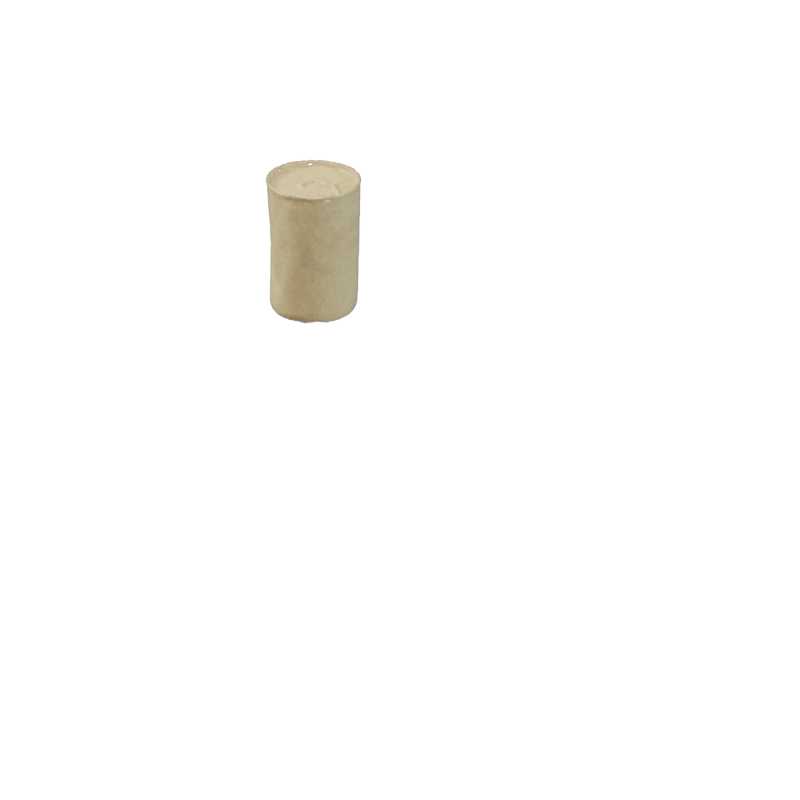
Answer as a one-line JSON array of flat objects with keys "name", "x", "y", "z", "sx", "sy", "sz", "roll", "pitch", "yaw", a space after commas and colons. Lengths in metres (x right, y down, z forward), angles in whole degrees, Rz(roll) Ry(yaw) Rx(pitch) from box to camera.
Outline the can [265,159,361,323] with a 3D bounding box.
[{"name": "can", "x": -0.063, "y": -0.116, "z": 0.810, "sx": 0.068, "sy": 0.096, "sz": 0.073, "roll": 0, "pitch": 30, "yaw": -2}]
